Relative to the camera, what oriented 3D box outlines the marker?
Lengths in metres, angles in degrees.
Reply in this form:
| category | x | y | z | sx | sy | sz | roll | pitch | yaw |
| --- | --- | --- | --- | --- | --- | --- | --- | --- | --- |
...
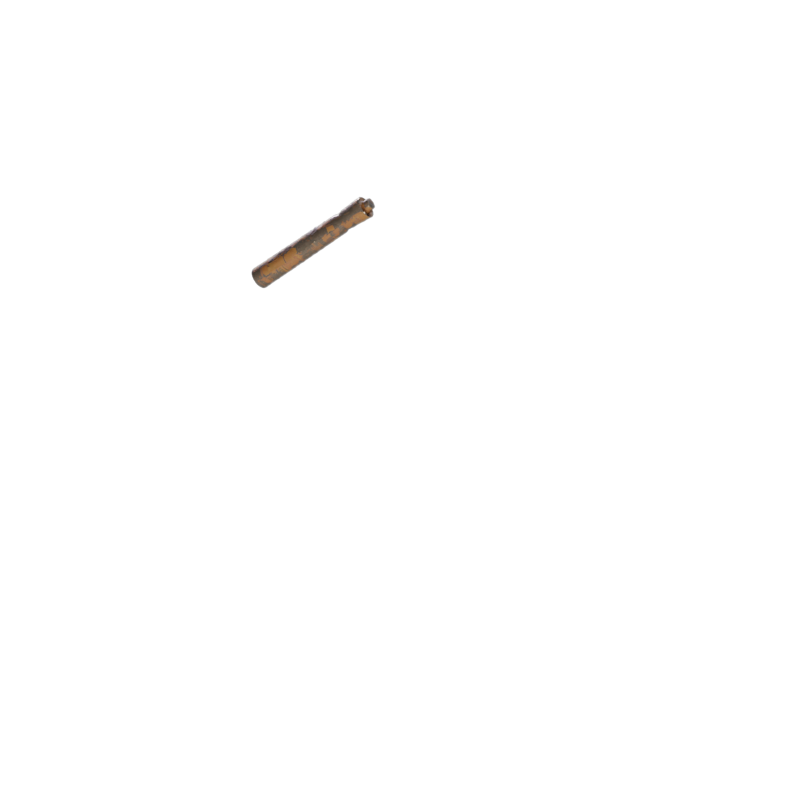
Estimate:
| category | x | y | z | sx | sy | sz | roll | pitch | yaw |
| --- | --- | --- | --- | --- | --- | --- | --- | --- | --- |
| marker | -0.069 | -0.126 | 0.884 | 0.120 | 0.020 | 0.019 | -30 | -11 | 27 |
